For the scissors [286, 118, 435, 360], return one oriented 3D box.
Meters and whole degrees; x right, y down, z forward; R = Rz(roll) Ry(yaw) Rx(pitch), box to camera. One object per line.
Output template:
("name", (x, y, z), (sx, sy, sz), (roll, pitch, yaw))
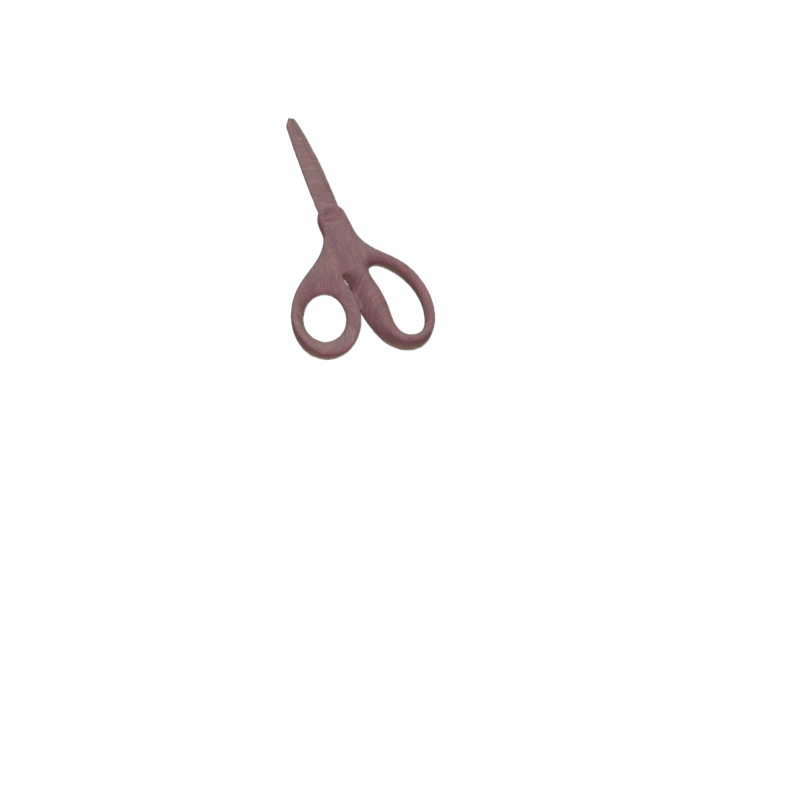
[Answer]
("scissors", (-0.056, -0.102, 0.717), (0.096, 0.216, 0.015), (-28, -30, -18))
